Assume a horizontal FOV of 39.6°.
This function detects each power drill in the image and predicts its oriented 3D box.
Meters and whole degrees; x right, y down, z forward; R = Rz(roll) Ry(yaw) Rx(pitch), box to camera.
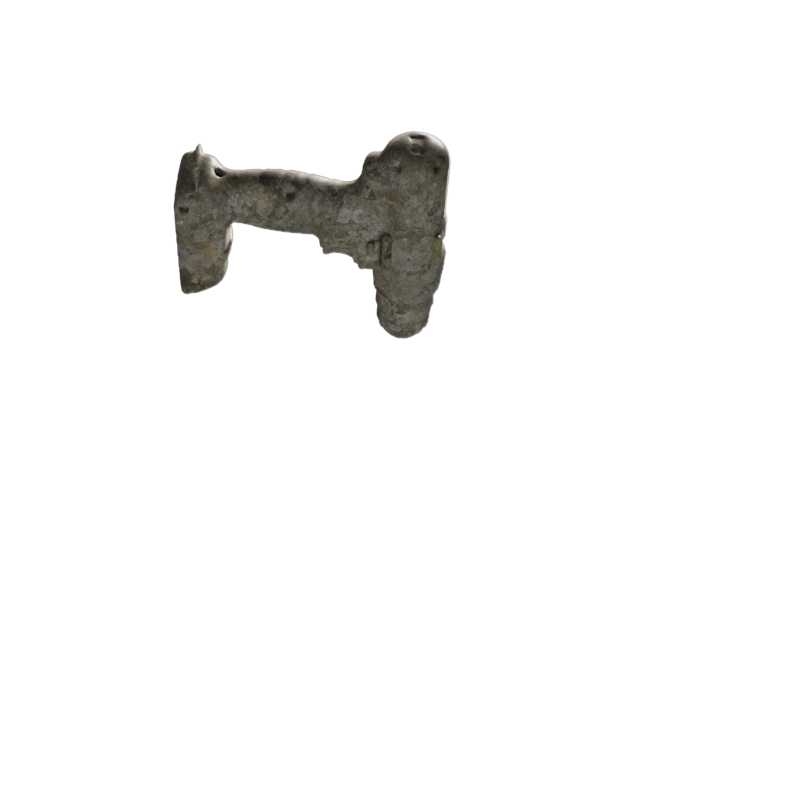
[{"bbox_3d":[-0.061,-0.111,0.780,0.187,0.062,0.172,1,-42,-2],"label":"power drill"}]
